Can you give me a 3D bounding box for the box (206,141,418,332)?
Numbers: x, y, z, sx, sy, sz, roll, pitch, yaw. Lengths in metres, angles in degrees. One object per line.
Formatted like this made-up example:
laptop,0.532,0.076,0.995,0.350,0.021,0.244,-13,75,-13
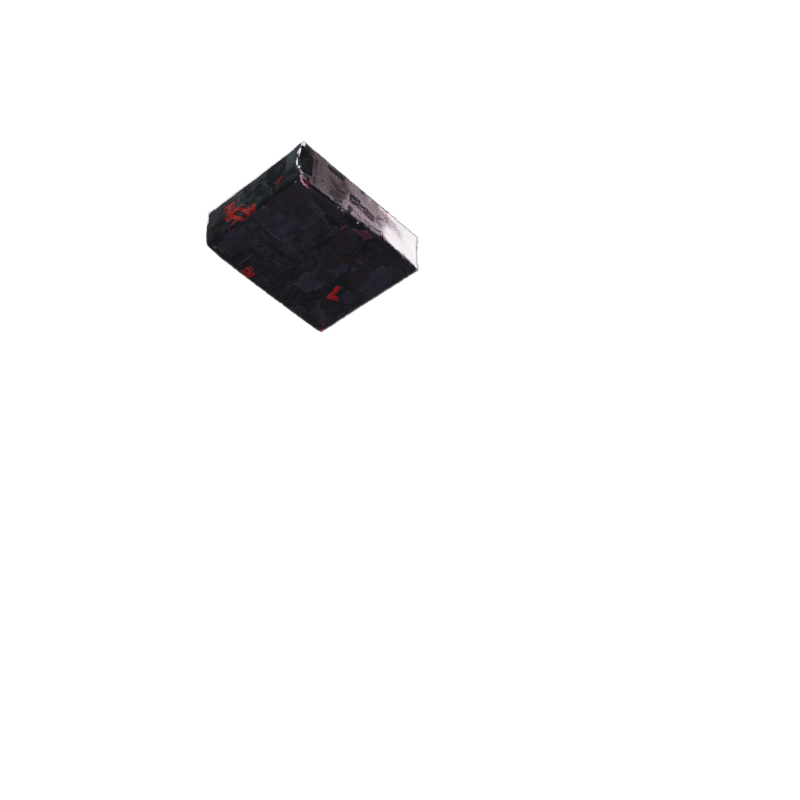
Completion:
box,-0.057,-0.103,0.722,0.089,0.042,0.106,-32,-52,29
